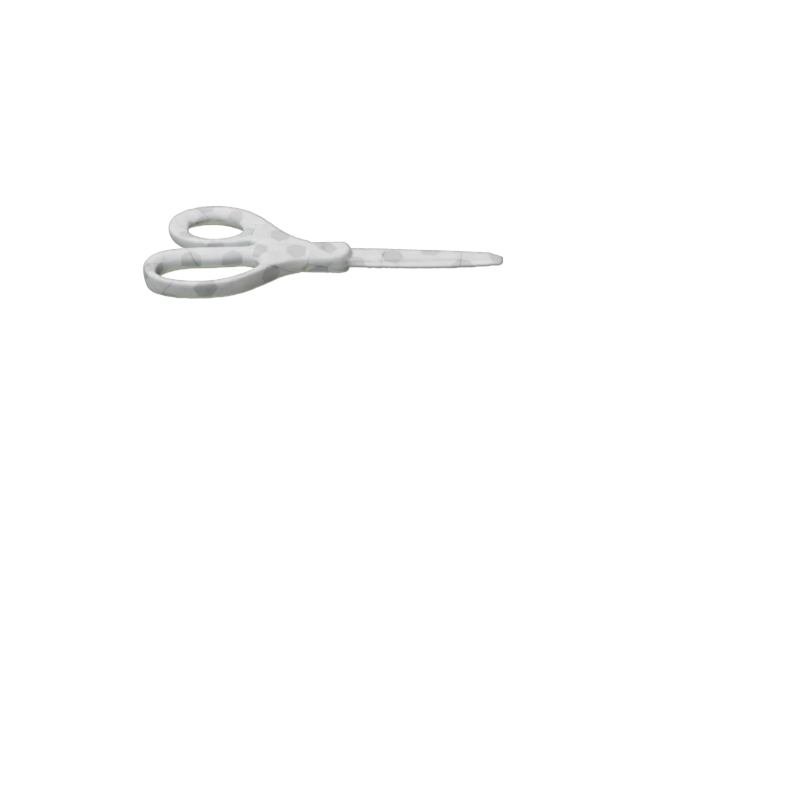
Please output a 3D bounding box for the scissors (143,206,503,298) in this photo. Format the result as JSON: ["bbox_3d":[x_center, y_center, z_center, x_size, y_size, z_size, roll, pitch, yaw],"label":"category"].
[{"bbox_3d":[-0.051,-0.093,0.652,0.199,0.015,0.104,-9,38,-12],"label":"scissors"}]
